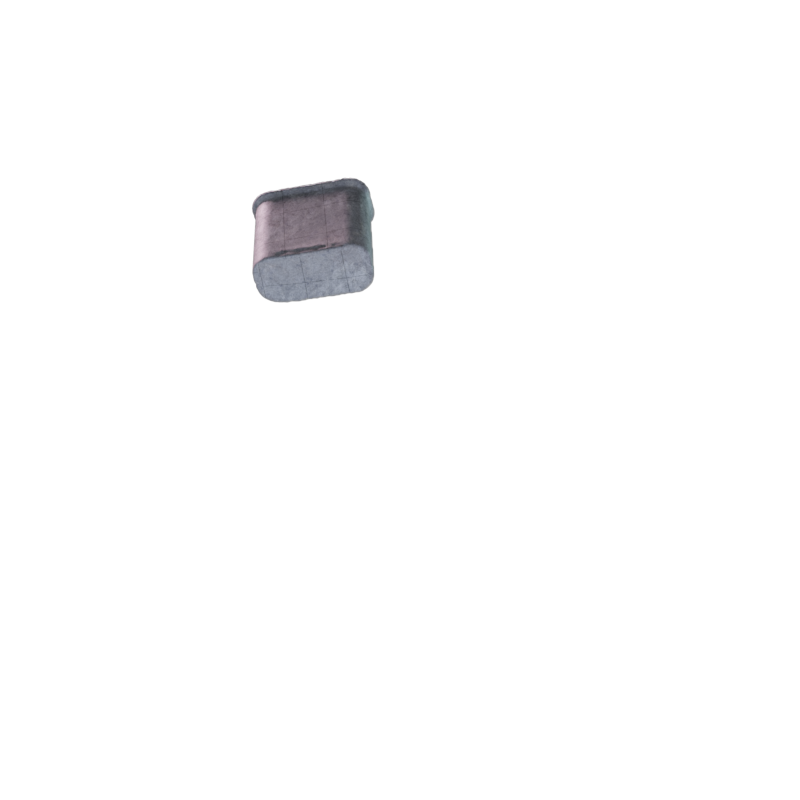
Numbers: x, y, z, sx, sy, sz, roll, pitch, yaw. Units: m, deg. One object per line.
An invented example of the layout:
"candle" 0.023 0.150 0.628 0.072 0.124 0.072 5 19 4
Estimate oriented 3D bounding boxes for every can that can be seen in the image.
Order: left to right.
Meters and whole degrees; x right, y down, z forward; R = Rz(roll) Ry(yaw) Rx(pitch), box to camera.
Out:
"can" -0.071 -0.131 0.914 0.103 0.090 0.053 -9 -45 7
